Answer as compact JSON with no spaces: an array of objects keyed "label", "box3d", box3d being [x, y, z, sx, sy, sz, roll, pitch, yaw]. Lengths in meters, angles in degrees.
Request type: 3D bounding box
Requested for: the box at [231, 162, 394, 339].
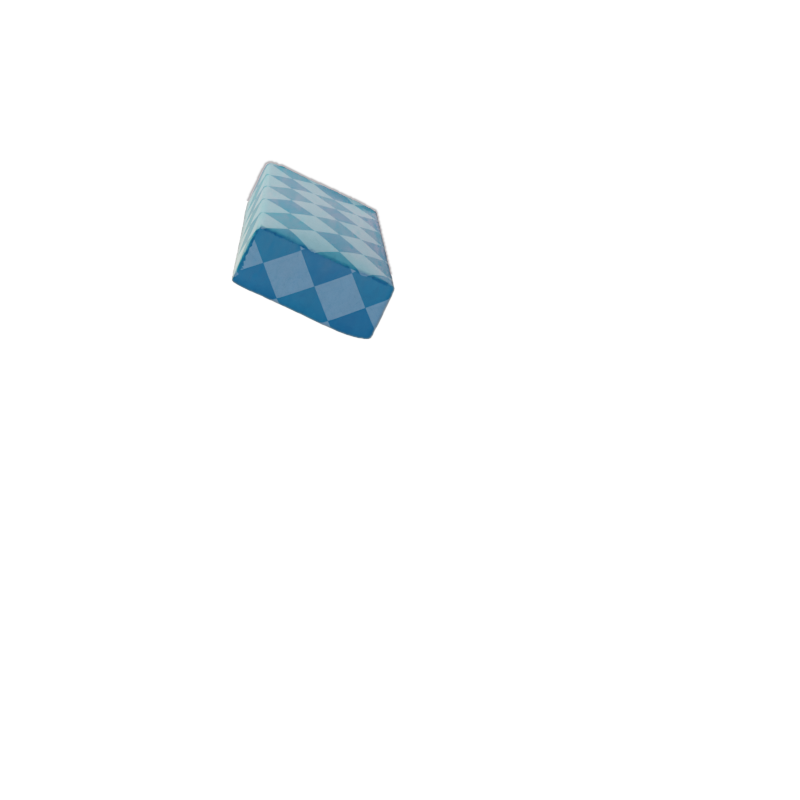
[{"label":"box","box3d":[-0.058,-0.106,0.738,0.091,0.047,0.186,23,22,-13]}]
